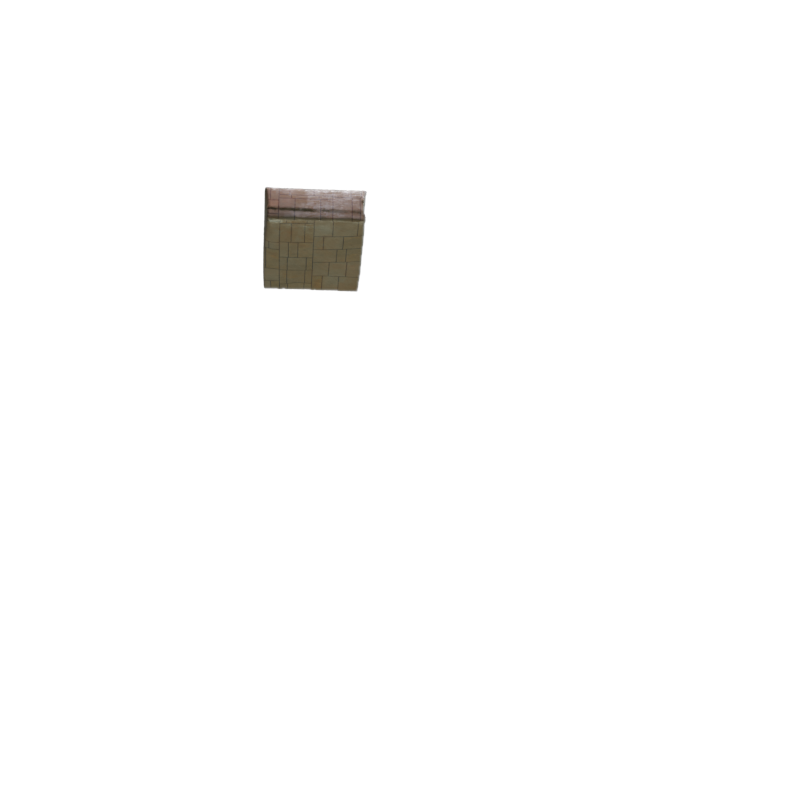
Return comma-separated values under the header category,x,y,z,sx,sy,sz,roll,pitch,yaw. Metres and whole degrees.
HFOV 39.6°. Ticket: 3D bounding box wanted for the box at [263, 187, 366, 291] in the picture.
category,x,y,z,sx,sy,sz,roll,pitch,yaw
box,-0.078,-0.143,0.999,0.089,0.041,0.107,2,-30,-4
